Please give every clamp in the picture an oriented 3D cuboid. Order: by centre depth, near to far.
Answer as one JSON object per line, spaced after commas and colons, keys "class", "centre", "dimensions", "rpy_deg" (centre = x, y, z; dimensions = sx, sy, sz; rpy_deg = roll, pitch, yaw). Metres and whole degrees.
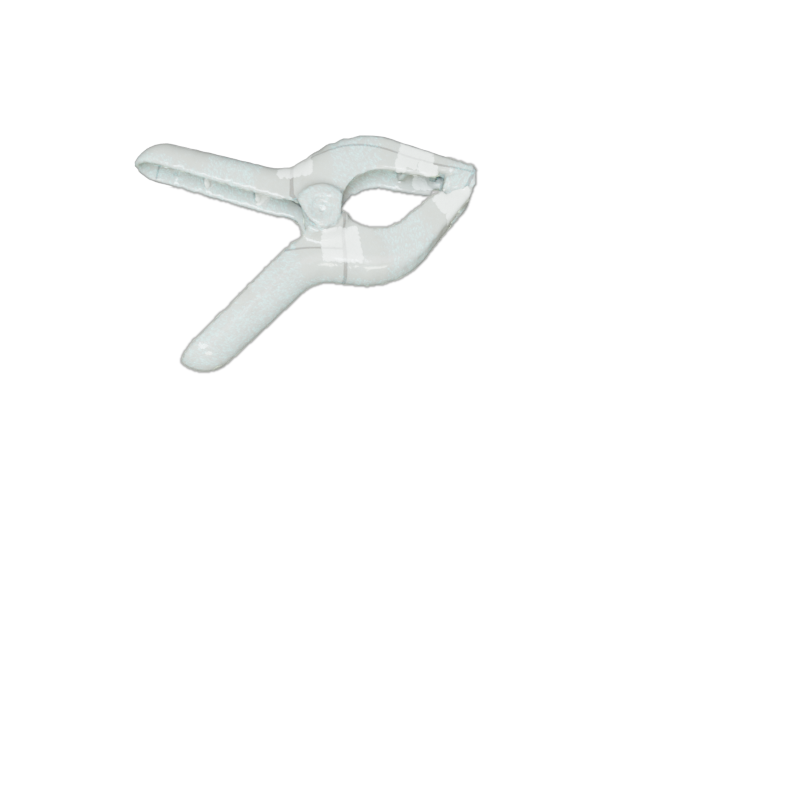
{"class": "clamp", "centre": [-0.043, -0.079, 0.554], "dimensions": [0.171, 0.124, 0.038], "rpy_deg": [-7, -13, -2]}
